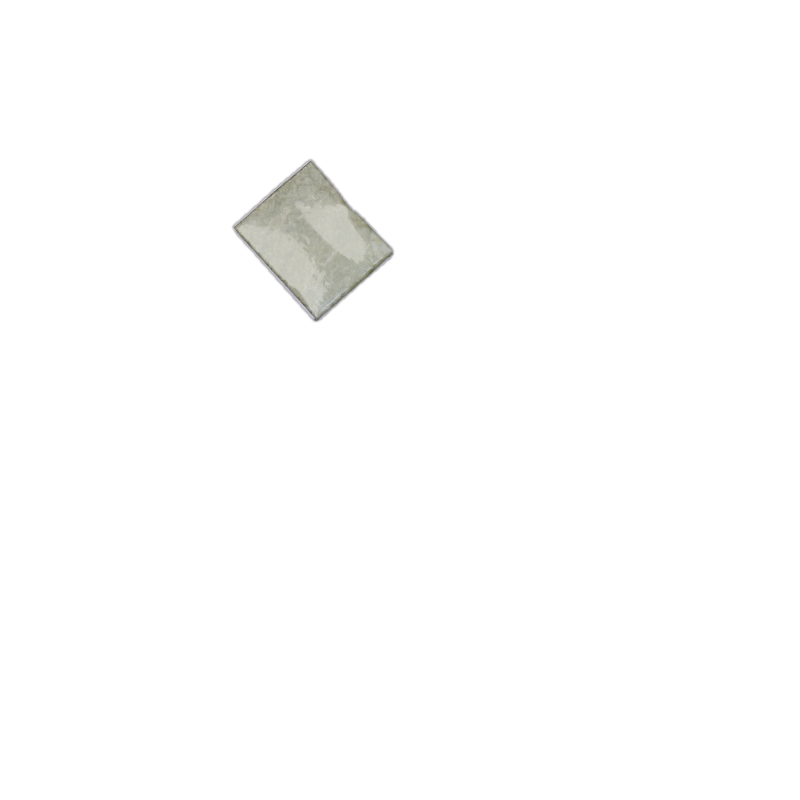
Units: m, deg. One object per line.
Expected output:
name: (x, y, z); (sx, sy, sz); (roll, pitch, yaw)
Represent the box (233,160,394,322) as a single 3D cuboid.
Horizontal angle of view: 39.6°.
box: (-0.061, -0.111, 0.777); (0.073, 0.090, 0.030); (-41, -4, -4)
